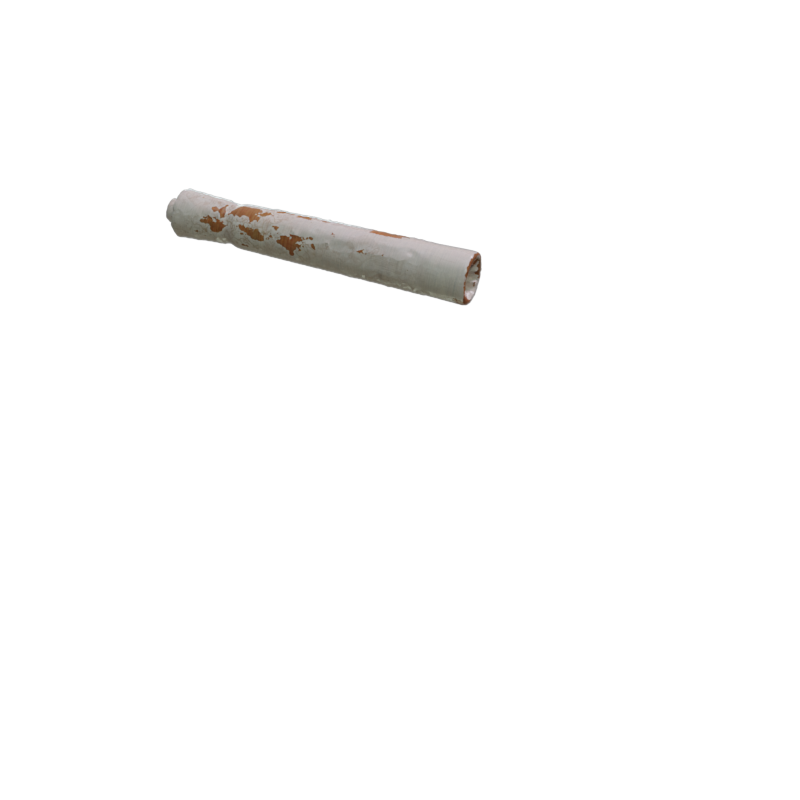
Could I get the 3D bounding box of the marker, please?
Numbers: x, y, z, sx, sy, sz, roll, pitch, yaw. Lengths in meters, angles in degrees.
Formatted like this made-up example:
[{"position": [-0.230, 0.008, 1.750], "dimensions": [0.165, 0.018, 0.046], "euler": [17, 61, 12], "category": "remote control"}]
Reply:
[{"position": [-0.031, -0.057, 0.397], "dimensions": [0.126, 0.019, 0.019], "euler": [16, 10, 23], "category": "marker"}]
